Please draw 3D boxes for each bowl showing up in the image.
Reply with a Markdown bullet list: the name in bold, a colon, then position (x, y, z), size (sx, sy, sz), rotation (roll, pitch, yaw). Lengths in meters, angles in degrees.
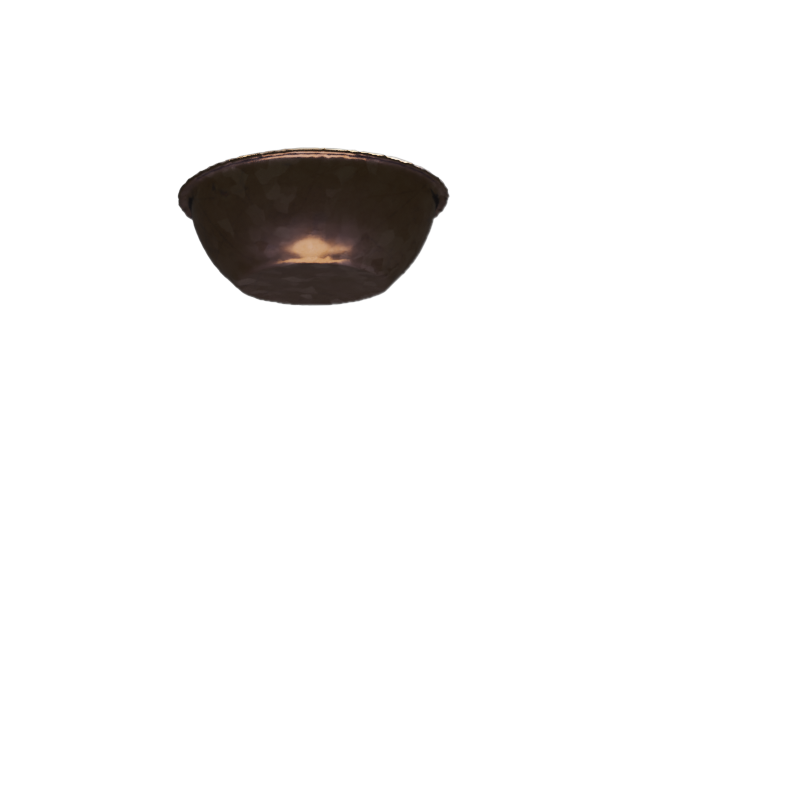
- **bowl**: position (-0.051, -0.094, 0.657), size (0.162, 0.057, 0.157), rotation (0, -12, -2)
